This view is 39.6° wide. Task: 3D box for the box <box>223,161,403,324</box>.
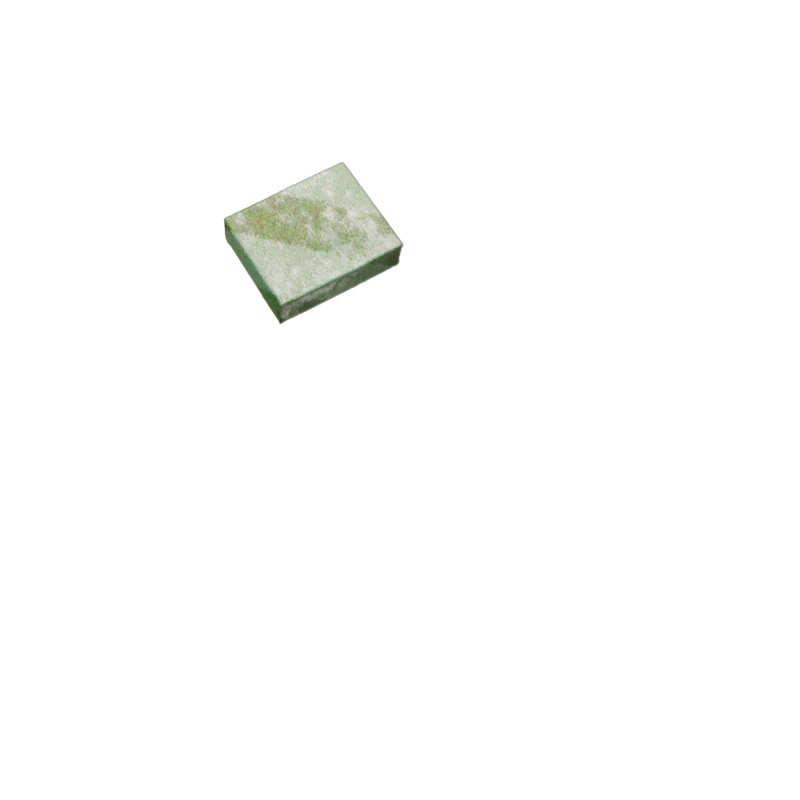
[{"bbox_3d":[-0.068,-0.124,0.867,0.113,0.095,0.037,-29,-24,-15],"label":"box"}]
